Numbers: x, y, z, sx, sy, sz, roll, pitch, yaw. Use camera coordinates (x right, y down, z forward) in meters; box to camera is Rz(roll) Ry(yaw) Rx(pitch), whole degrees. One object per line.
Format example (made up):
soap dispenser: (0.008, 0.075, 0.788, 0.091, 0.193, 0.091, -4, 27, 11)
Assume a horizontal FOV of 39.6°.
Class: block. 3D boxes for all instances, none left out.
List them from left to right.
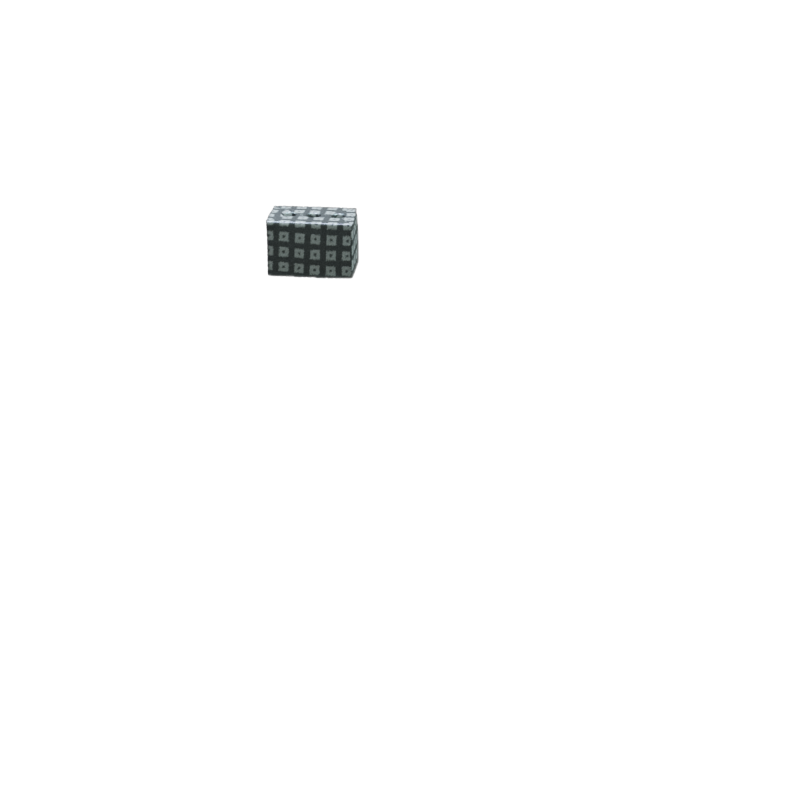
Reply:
block: (-0.077, -0.141, 0.984, 0.078, 0.049, 0.055, 2, 21, 4)
